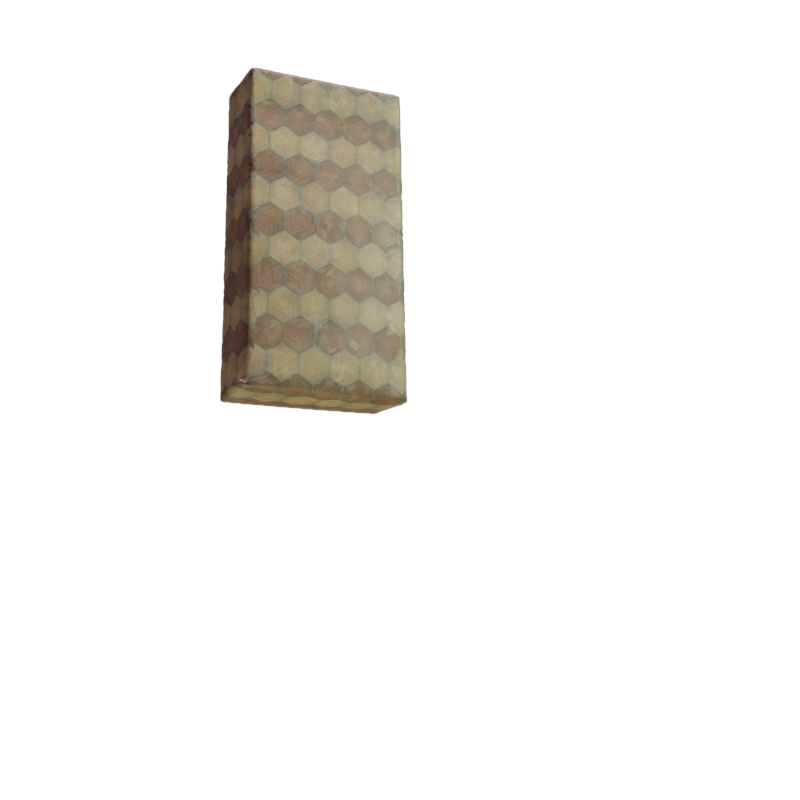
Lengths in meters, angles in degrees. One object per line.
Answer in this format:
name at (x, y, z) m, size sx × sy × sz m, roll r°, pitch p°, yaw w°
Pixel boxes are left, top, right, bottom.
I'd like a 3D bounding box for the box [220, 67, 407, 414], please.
box at (-0.047, -0.086, 0.600) m, size 0.090 × 0.185 × 0.047 m, roll 7°, pitch -21°, yaw -23°
